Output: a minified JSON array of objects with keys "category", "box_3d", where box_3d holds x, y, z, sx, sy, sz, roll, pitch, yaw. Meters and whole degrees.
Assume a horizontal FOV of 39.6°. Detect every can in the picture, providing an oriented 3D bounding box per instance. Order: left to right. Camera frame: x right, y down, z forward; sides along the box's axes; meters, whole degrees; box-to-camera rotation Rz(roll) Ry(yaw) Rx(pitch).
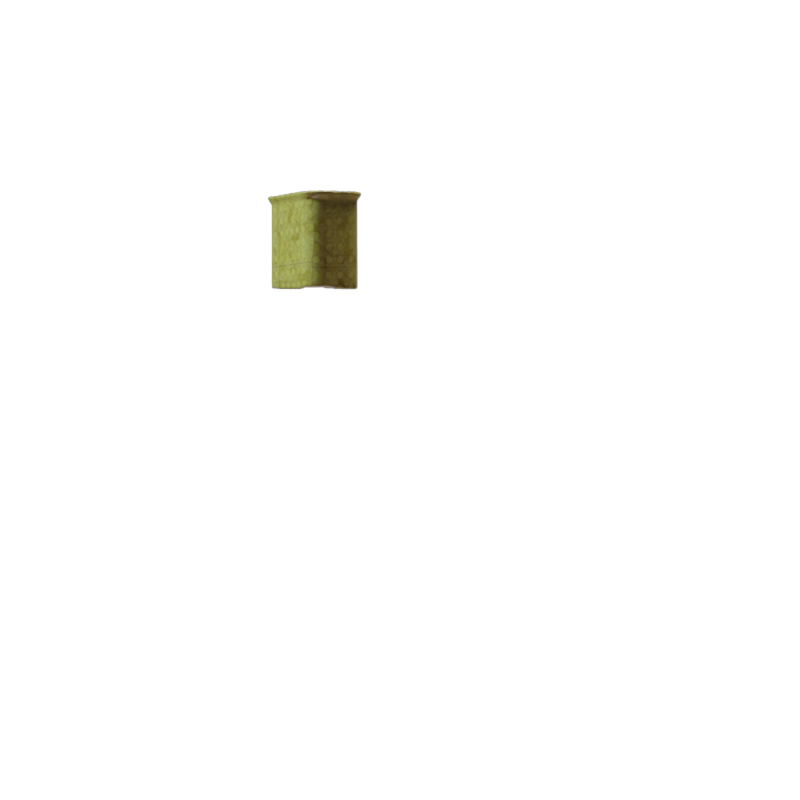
[{"category":"can","box_3d":[-0.077,-0.140,0.979,0.056,0.084,0.105,0,3,-28]}]
